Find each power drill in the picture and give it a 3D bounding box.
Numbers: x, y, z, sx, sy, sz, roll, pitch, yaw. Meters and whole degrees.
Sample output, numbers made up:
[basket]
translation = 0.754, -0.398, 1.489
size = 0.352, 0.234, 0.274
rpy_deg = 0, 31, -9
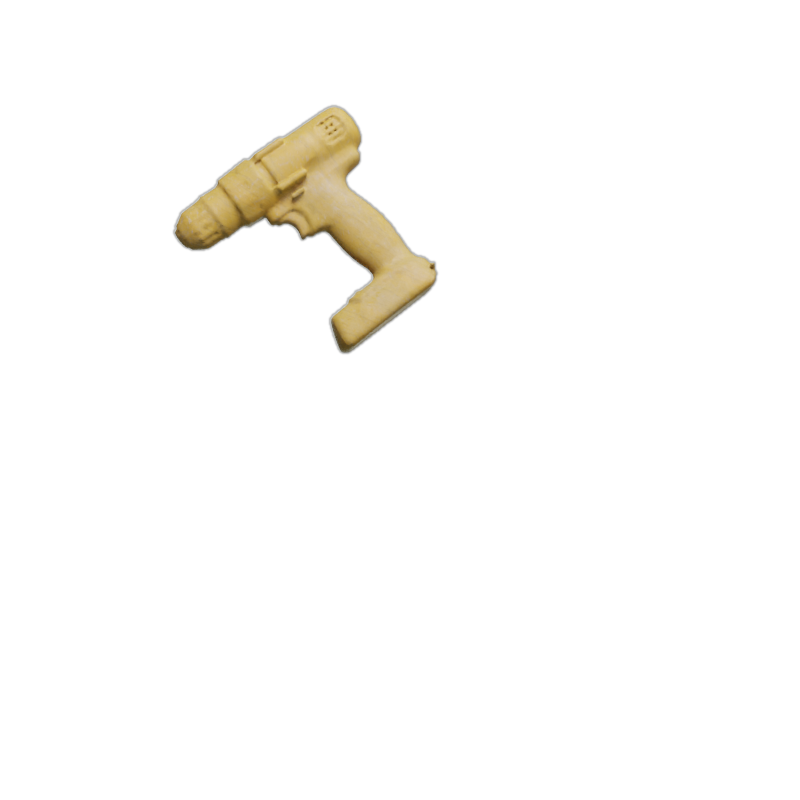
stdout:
[power drill]
translation = -0.074, -0.135, 0.947
size = 0.185, 0.192, 0.056
rpy_deg = -36, -8, -6
